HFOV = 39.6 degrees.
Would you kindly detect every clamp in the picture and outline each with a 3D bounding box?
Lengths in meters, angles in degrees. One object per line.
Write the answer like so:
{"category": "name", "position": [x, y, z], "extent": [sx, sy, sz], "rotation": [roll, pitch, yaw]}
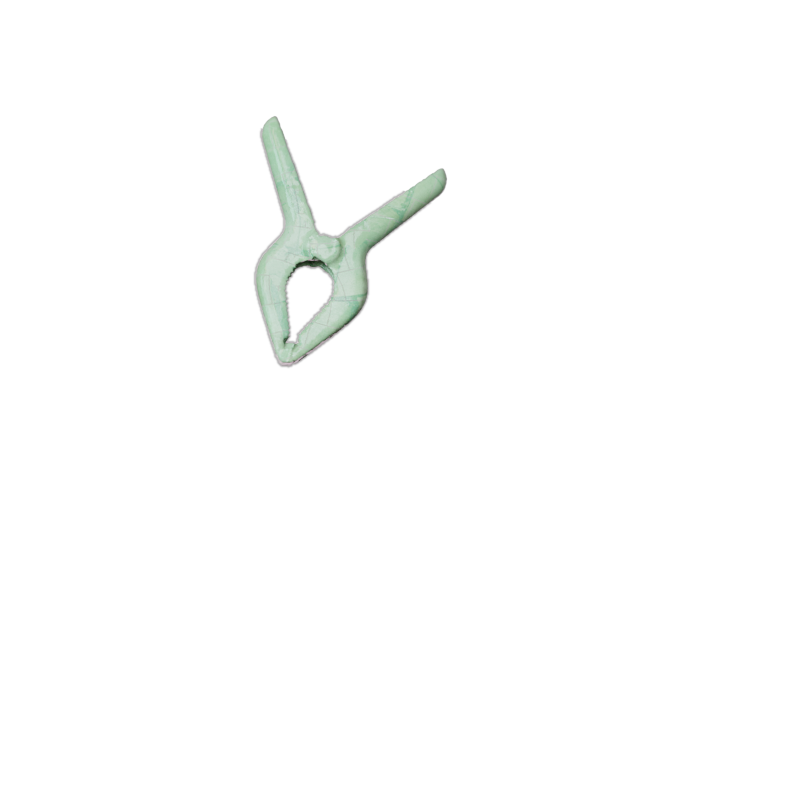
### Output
{"category": "clamp", "position": [-0.073, -0.134, 0.936], "extent": [0.167, 0.214, 0.035], "rotation": [23, -13, 6]}
